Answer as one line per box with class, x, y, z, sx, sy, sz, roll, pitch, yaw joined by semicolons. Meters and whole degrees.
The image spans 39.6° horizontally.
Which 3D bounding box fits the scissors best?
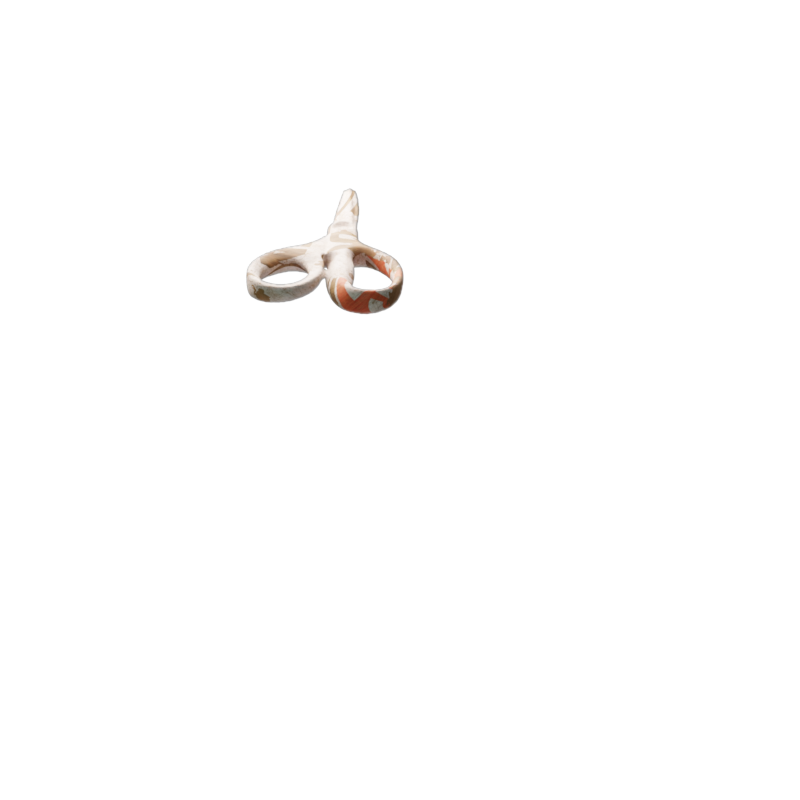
scissors;-0.053;-0.097;0.677;0.095;0.015;0.215;-6;27;-12
